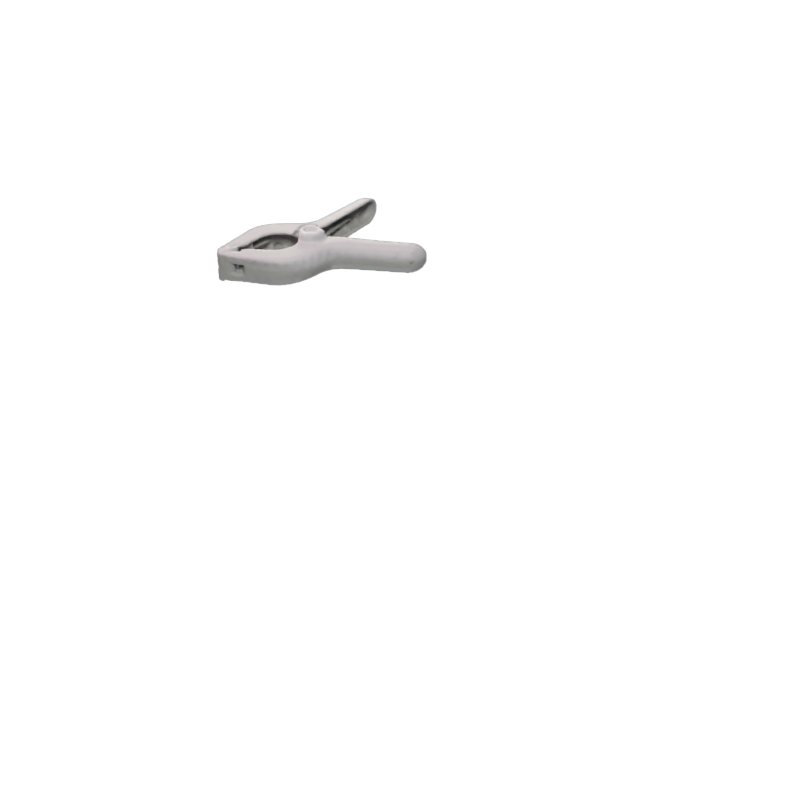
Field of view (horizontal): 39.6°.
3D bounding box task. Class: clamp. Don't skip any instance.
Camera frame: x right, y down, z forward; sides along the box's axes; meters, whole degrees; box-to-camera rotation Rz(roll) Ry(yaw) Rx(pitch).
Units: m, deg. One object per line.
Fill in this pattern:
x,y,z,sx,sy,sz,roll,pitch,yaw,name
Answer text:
-0.074,-0.136,0.949,0.169,0.037,0.128,-6,27,-12,clamp
